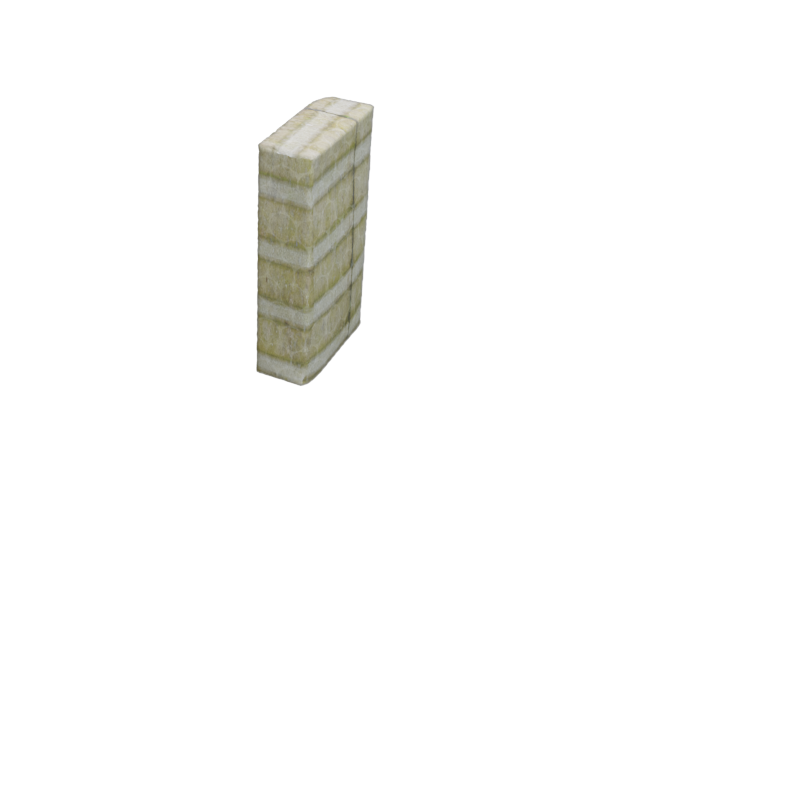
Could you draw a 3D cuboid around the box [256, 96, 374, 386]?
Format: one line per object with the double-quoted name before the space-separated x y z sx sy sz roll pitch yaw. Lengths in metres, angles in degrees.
"box" -0.059 -0.107 0.745 0.050 0.166 0.096 14 34 19
